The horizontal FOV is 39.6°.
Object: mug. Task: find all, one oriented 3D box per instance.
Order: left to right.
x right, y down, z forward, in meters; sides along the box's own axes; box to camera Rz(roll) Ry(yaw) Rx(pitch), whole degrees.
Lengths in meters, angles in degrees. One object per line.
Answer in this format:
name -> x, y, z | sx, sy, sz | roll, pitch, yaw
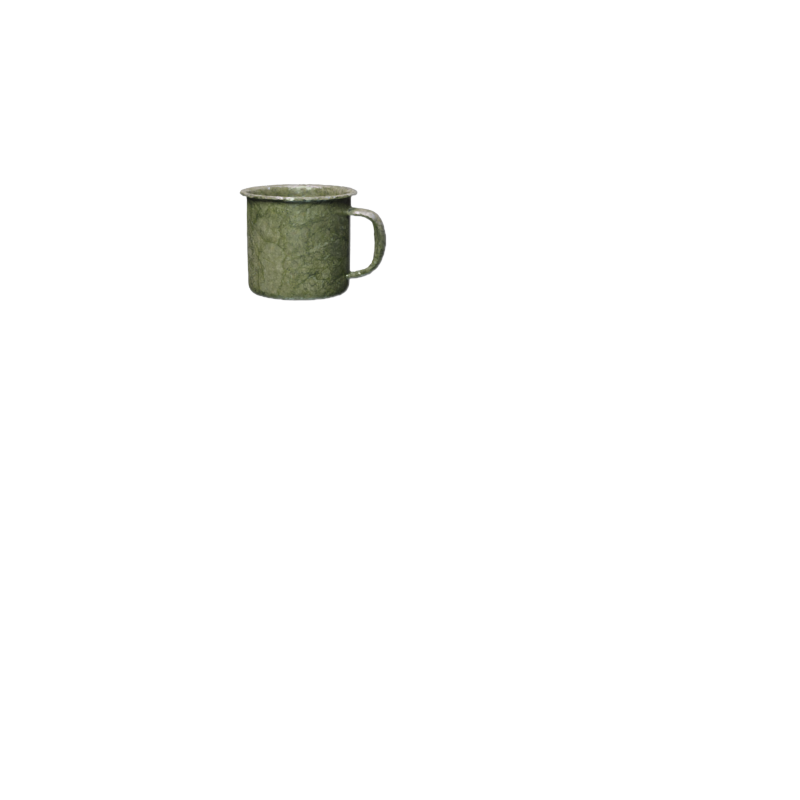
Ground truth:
mug -> -0.069, -0.125, 0.877 | 0.119, 0.079, 0.094 | 3, 14, 12
